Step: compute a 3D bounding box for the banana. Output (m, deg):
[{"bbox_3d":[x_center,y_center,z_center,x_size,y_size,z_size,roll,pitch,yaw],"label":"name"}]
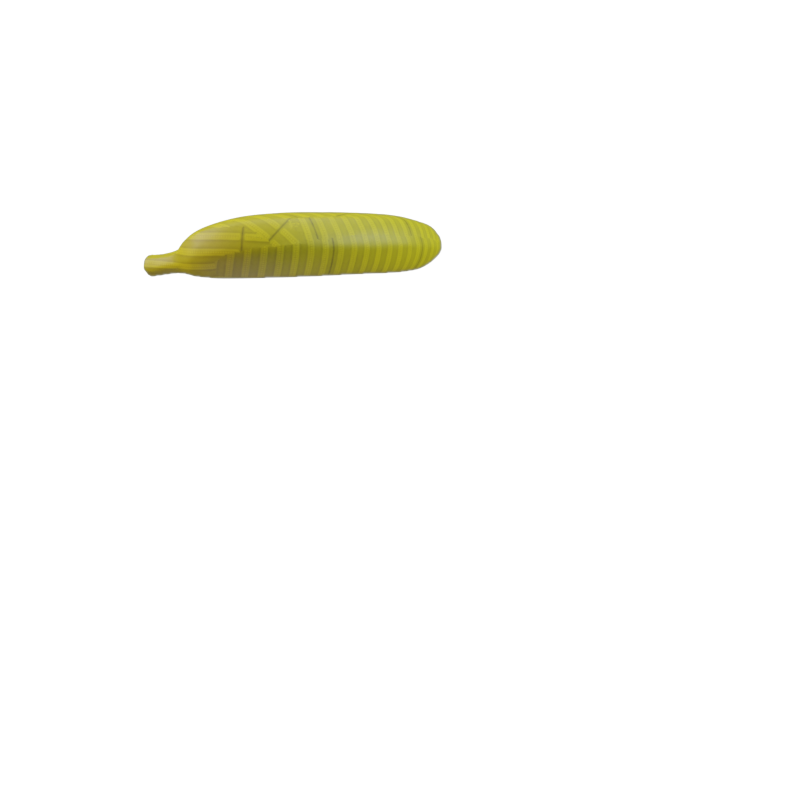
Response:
[{"bbox_3d":[-0.046,-0.092,0.648,0.192,0.036,0.073,-6,10,-29],"label":"banana"}]
